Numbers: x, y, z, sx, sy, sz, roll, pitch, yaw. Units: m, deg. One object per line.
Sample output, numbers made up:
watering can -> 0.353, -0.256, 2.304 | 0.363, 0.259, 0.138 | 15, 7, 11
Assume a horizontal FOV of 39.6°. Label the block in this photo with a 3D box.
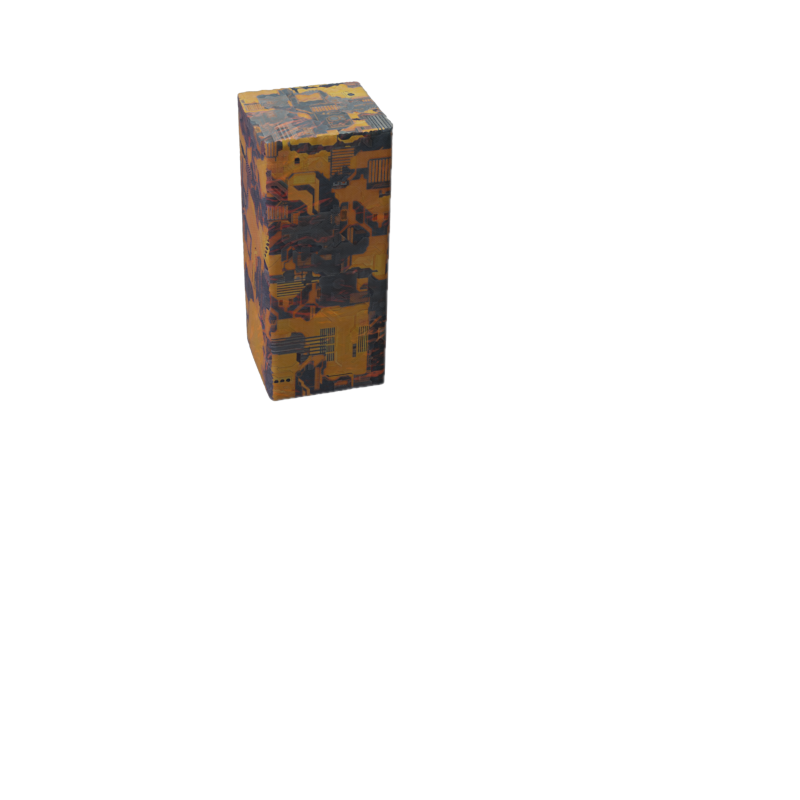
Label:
block -> -0.062, -0.113, 0.795 | 0.089, 0.194, 0.097 | -7, 33, -15
